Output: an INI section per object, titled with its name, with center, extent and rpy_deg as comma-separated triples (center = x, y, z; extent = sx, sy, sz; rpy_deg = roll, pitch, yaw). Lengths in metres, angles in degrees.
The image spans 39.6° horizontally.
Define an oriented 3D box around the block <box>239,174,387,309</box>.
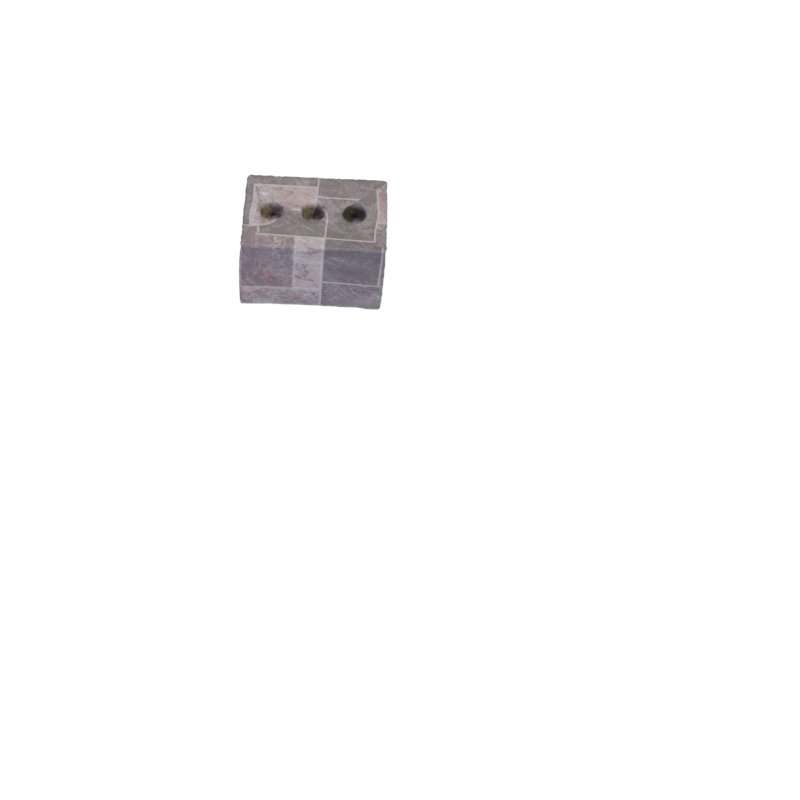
[block]
center = -0.047, -0.086, 0.601
extent = 0.078, 0.056, 0.048
rpy_deg = 2, -36, 0
